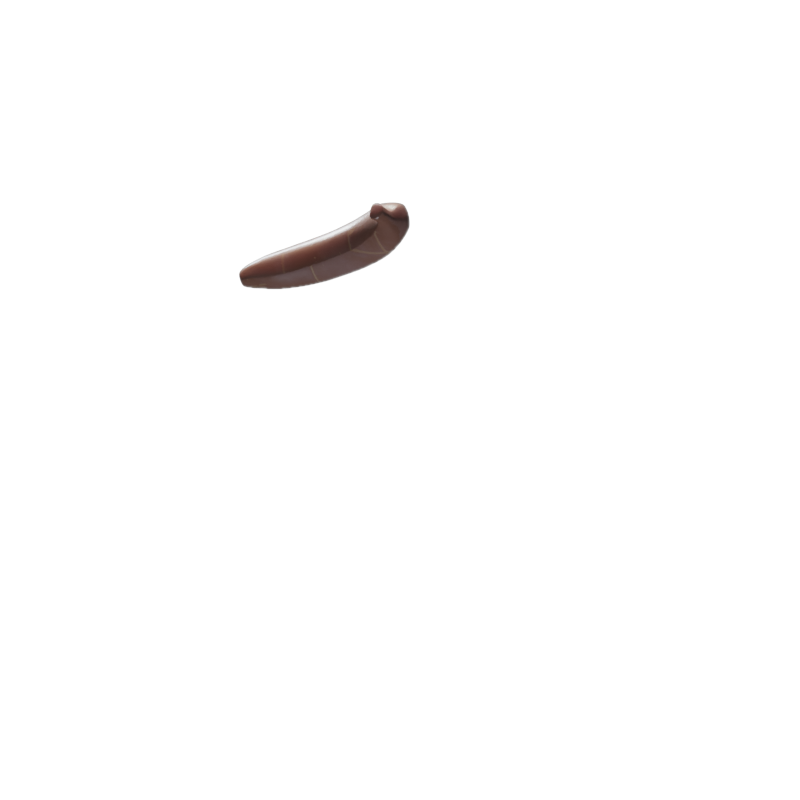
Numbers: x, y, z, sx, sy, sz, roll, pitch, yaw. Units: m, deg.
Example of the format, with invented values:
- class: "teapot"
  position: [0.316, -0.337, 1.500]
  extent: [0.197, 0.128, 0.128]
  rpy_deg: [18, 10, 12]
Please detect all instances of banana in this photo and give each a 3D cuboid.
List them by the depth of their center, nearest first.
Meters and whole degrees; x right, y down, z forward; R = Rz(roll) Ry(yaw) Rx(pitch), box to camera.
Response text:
- class: "banana"
  position: [-0.053, -0.125, 0.894]
  extent: [0.066, 0.038, 0.199]
  rpy_deg: [12, -20, -36]
